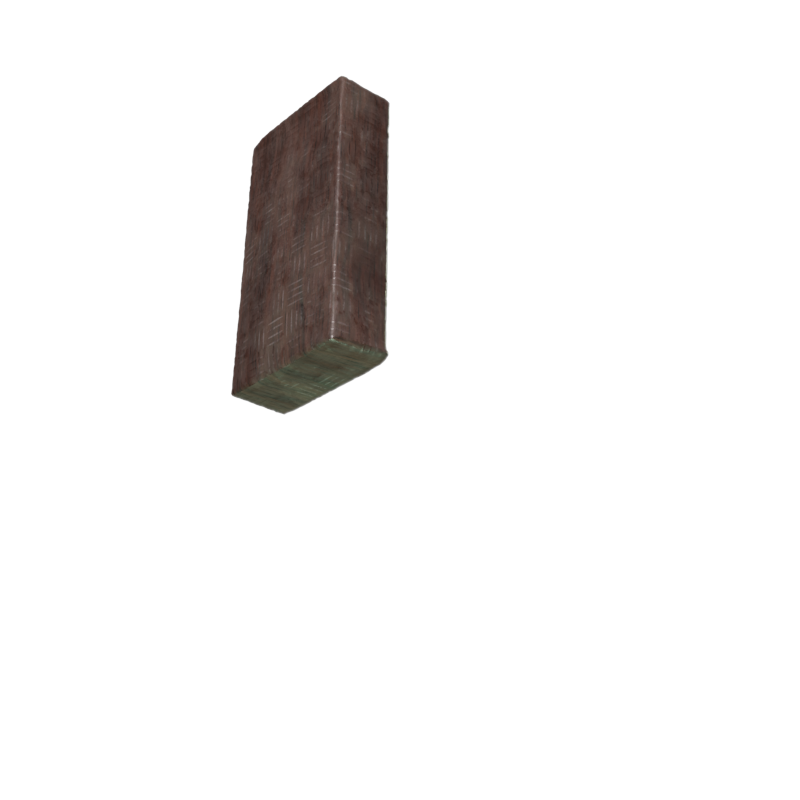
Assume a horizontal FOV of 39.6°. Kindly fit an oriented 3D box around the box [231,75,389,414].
[{"bbox_3d":[-0.050,-0.091,0.638,0.045,0.188,0.093,22,-37,-36],"label":"box"}]
